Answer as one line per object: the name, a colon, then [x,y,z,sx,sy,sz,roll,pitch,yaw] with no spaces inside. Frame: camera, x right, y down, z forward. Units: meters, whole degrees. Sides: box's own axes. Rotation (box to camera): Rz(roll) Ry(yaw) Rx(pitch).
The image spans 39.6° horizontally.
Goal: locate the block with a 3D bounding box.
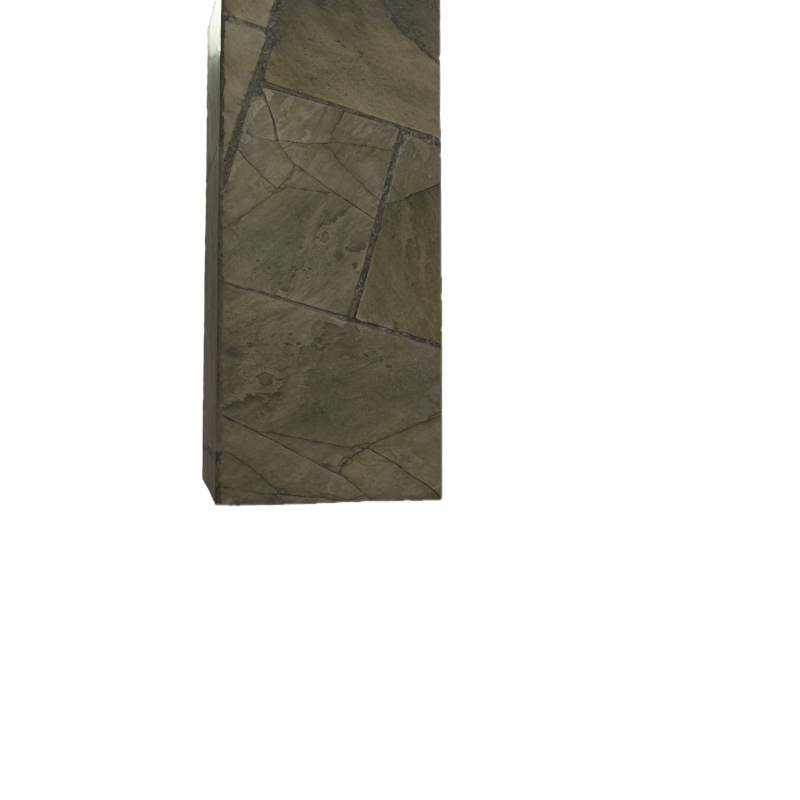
block: [-0.036,-0.067,0.469,0.089,0.209,0.091,1,-4,-12]
